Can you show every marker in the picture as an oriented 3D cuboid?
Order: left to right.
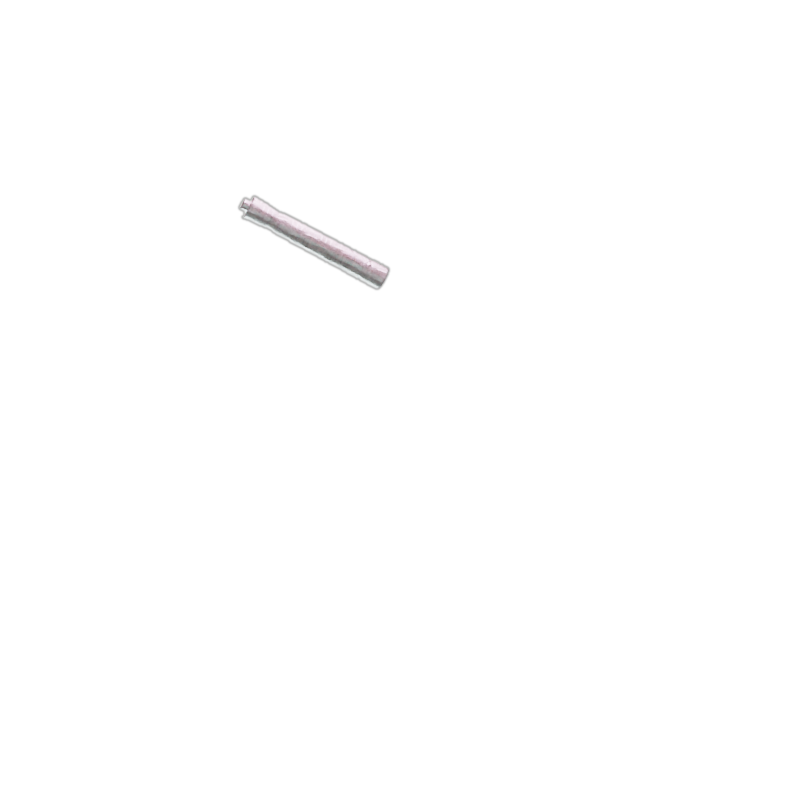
[{"bbox_3d":[-0.065,-0.118,0.825,0.119,0.020,0.020,27,-2,-8],"label":"marker"}]
